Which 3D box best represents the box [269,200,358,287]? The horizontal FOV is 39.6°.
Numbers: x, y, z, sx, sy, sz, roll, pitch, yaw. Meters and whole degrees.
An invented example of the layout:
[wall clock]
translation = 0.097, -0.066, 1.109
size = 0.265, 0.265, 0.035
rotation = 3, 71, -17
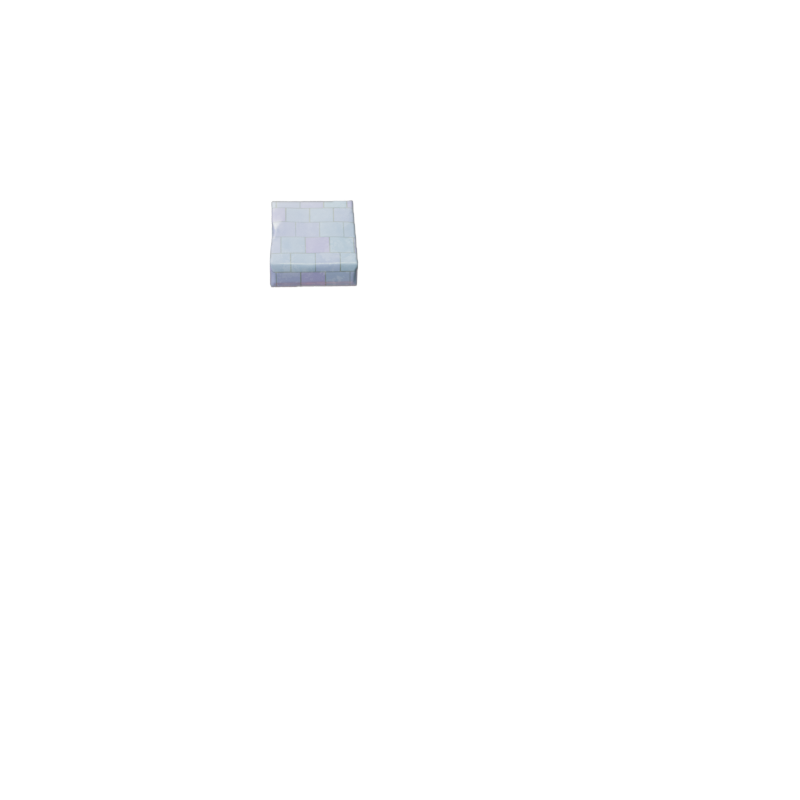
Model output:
[box]
translation = -0.074, -0.136, 0.949
size = 0.073, 0.028, 0.096
rotation = -1, 44, -2
